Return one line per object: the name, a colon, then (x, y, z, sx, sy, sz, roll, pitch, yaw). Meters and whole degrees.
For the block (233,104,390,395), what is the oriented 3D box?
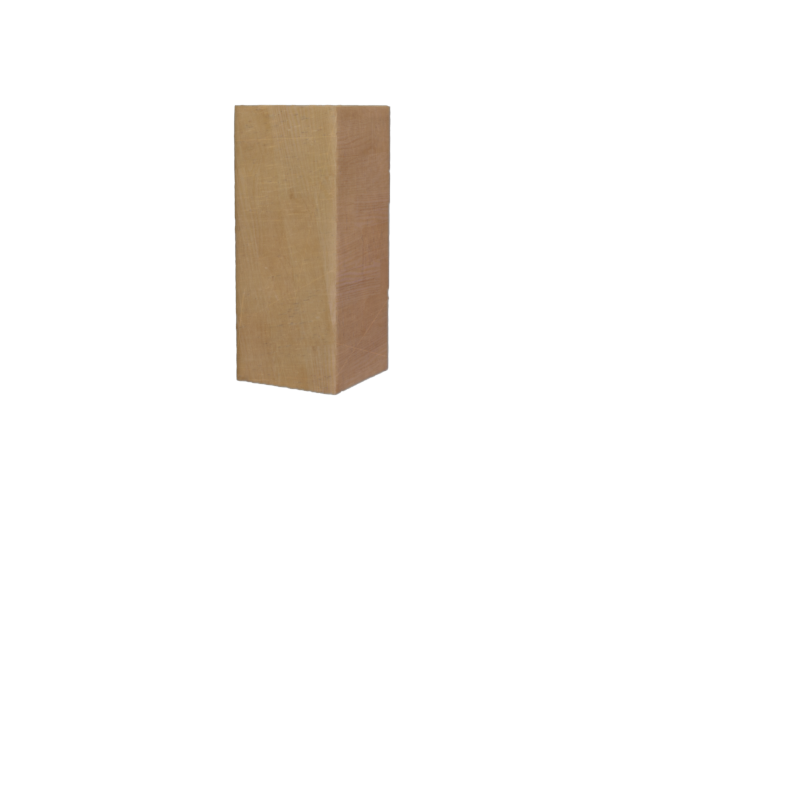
block: (-0.066, -0.120, 0.839, 0.093, 0.202, 0.089, 5, 10, 27)
